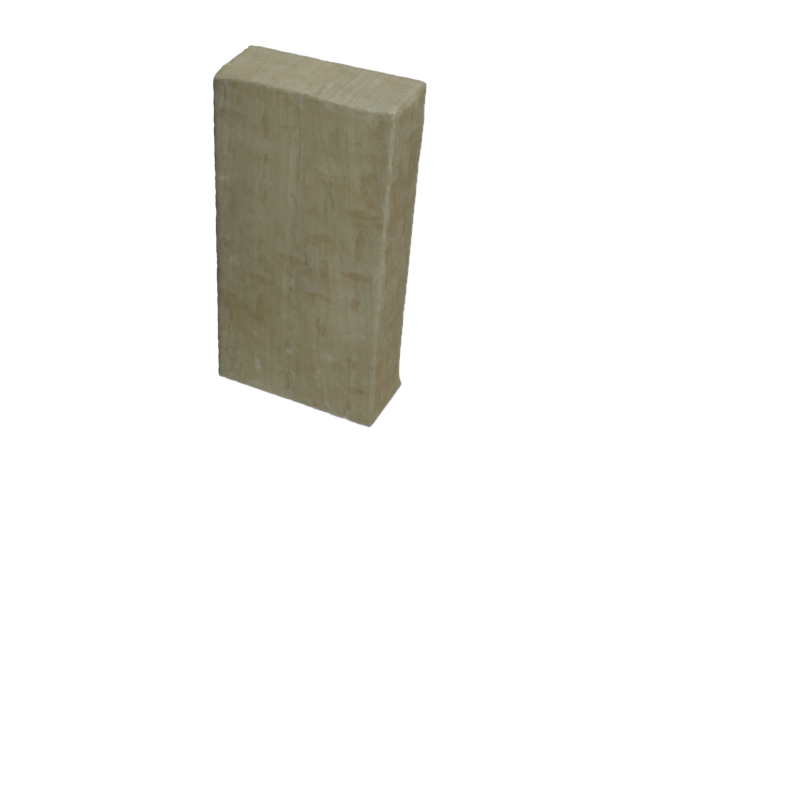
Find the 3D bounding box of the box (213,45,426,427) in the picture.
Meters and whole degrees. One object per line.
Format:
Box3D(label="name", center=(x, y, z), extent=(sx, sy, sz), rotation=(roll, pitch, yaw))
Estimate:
Box3D(label="box", center=(-0.043, -0.077, 0.542), extent=(0.097, 0.165, 0.049), rotation=(17, 39, 19))
